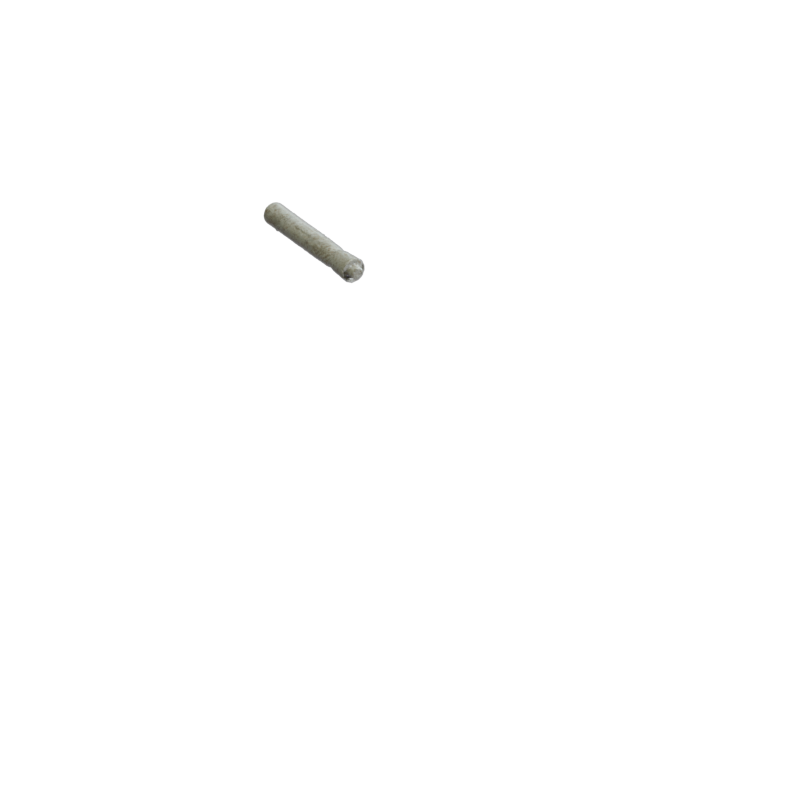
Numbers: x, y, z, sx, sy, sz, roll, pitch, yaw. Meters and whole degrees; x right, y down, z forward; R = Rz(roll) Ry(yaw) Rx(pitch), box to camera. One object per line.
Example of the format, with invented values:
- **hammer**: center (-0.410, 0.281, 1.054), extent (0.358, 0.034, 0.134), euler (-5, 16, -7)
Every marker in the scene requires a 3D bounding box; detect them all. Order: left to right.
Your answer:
- **marker**: center (-0.064, -0.117, 0.820), extent (0.019, 0.019, 0.130), euler (-3, 28, -35)
